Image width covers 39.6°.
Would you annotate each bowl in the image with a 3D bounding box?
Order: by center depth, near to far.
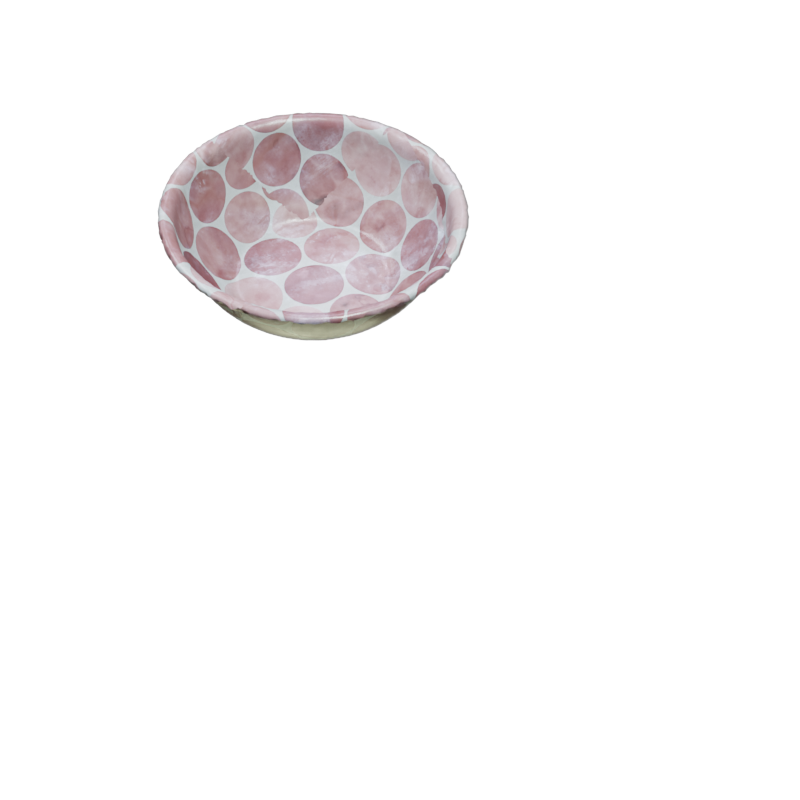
[{"bbox_3d":[-0.047,-0.085,0.595,0.162,0.174,0.051,-1,-42,-1],"label":"bowl"}]
